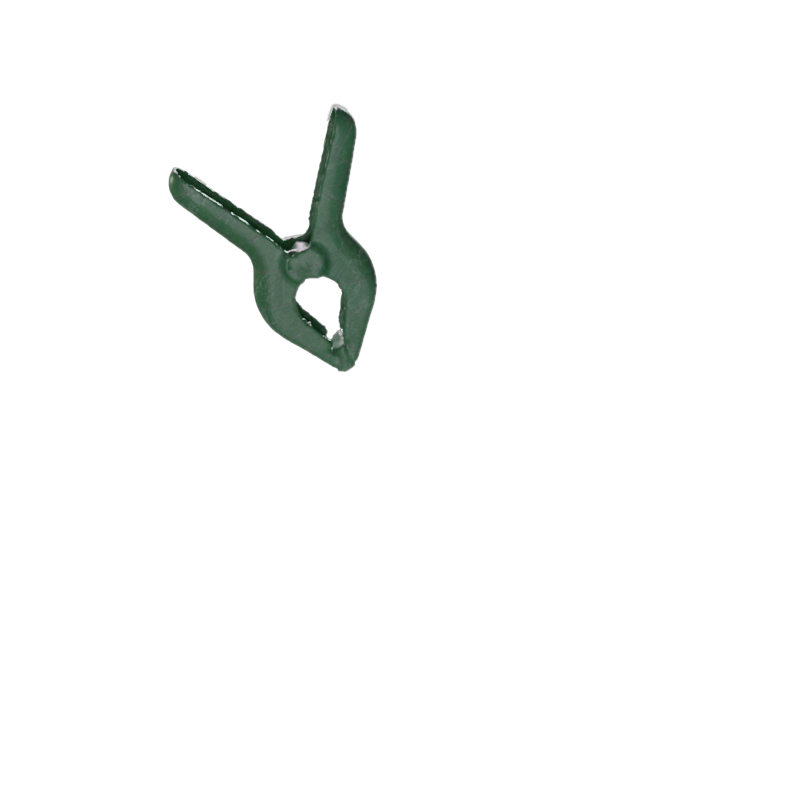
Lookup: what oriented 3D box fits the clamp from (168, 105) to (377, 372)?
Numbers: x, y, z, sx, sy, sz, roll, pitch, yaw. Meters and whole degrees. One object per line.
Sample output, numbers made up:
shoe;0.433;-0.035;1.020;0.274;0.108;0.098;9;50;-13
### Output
clamp;-0.055;-0.100;0.703;0.120;0.162;0.041;-26;24;12
